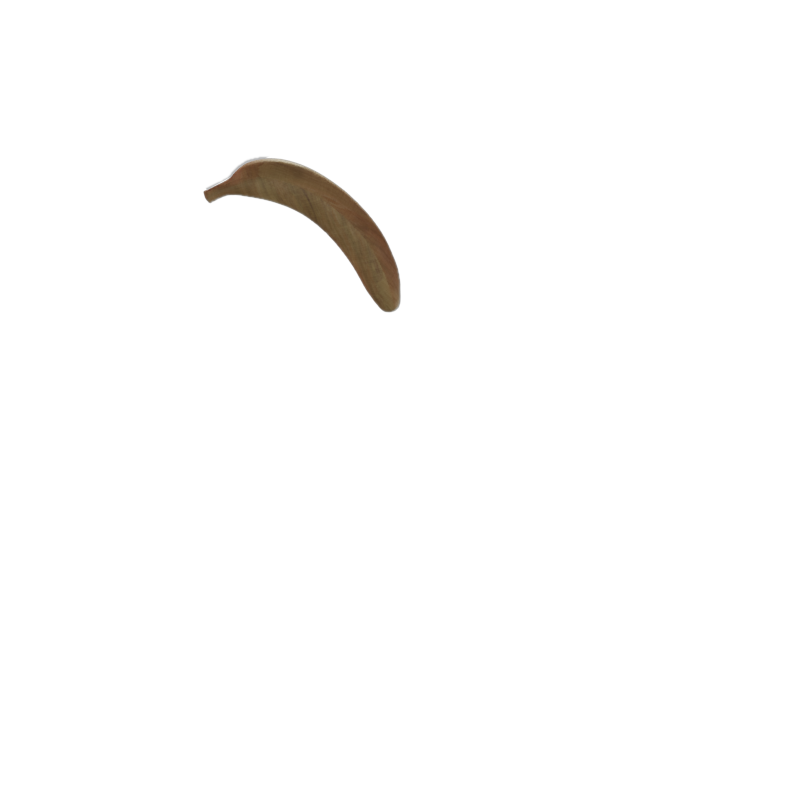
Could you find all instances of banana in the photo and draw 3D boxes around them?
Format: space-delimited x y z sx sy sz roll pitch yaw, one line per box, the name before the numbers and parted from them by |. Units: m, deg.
banana | -0.065 -0.149 0.933 0.191 0.068 0.039 32 23 -15
